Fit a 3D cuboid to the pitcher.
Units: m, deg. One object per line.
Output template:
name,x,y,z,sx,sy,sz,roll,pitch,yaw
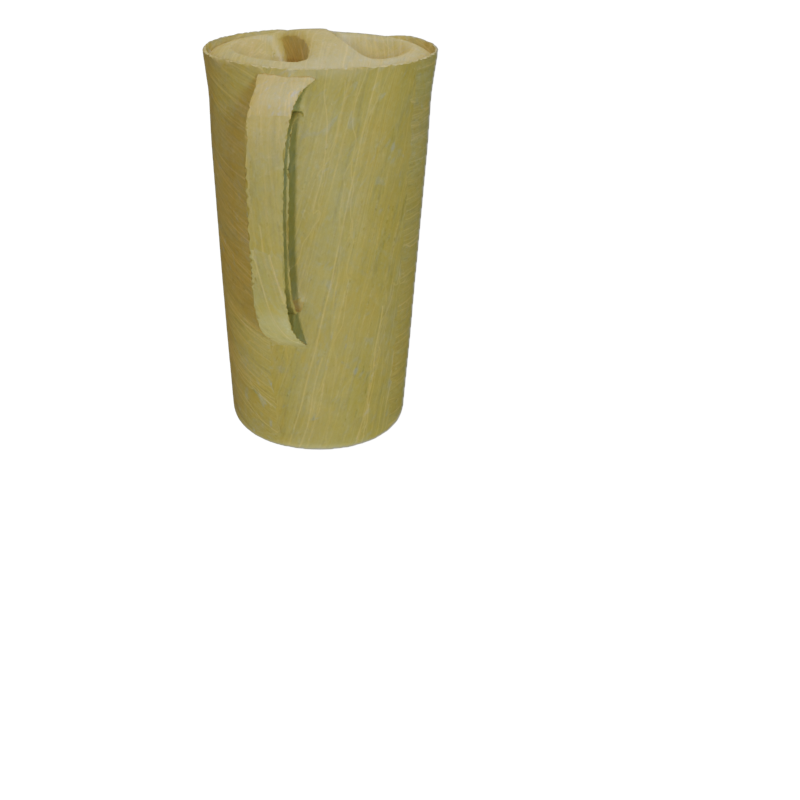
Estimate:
pitcher,-0.052,-0.094,0.658,0.146,0.232,0.155,-13,26,-31
